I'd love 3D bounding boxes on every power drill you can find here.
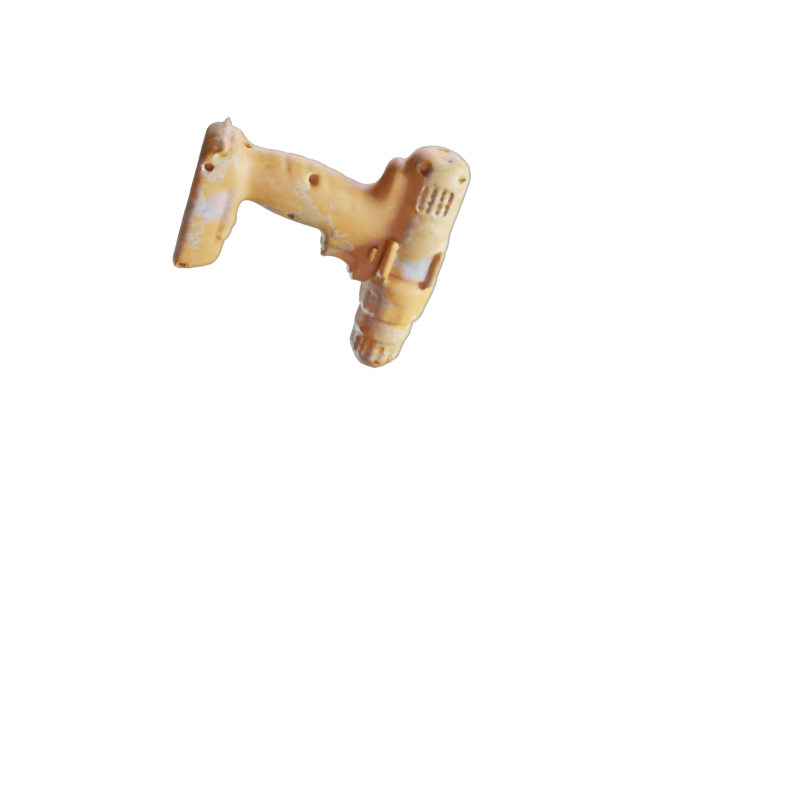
[{"bbox_3d":[-0.061,-0.112,0.783,0.185,0.175,0.061,13,33,-9],"label":"power drill"}]
